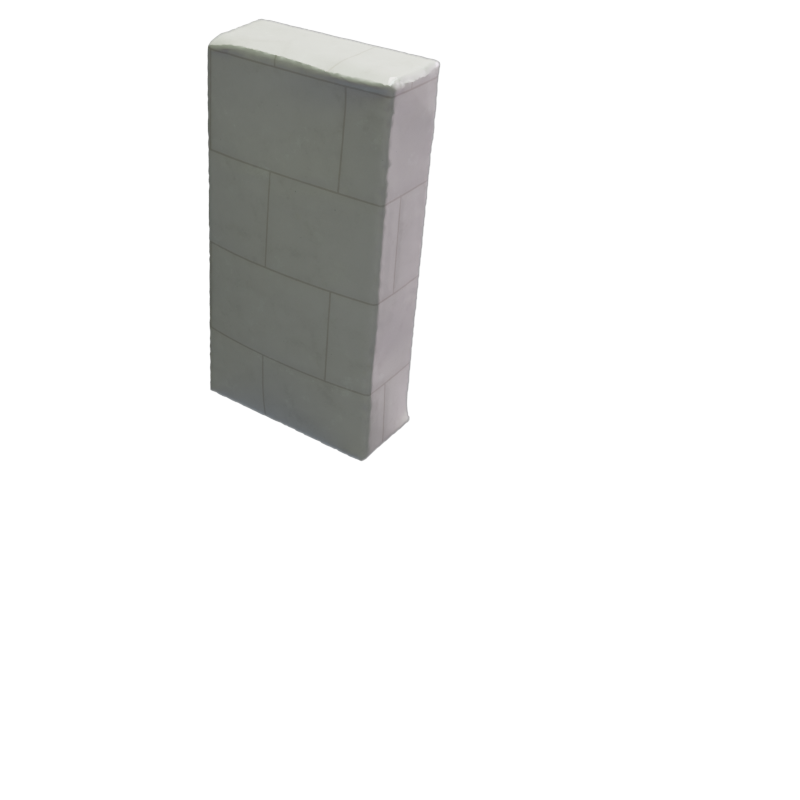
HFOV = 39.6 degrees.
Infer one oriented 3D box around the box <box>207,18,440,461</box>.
[{"bbox_3d":[-0.038,-0.069,0.484,0.098,0.166,0.048,21,36,28],"label":"box"}]
